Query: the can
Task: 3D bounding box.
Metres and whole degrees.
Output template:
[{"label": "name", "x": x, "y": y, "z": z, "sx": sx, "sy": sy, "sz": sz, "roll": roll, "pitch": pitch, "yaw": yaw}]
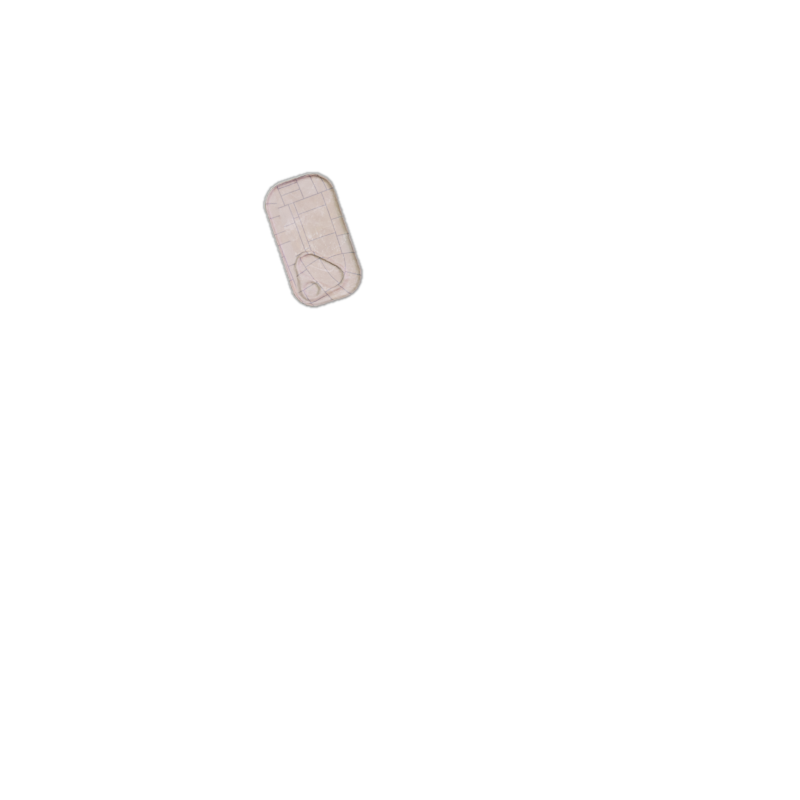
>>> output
[{"label": "can", "x": -0.071, "y": -0.129, "z": 0.904, "sx": 0.057, "sy": 0.102, "sz": 0.084, "roll": -19, "pitch": 2, "yaw": -2}]
